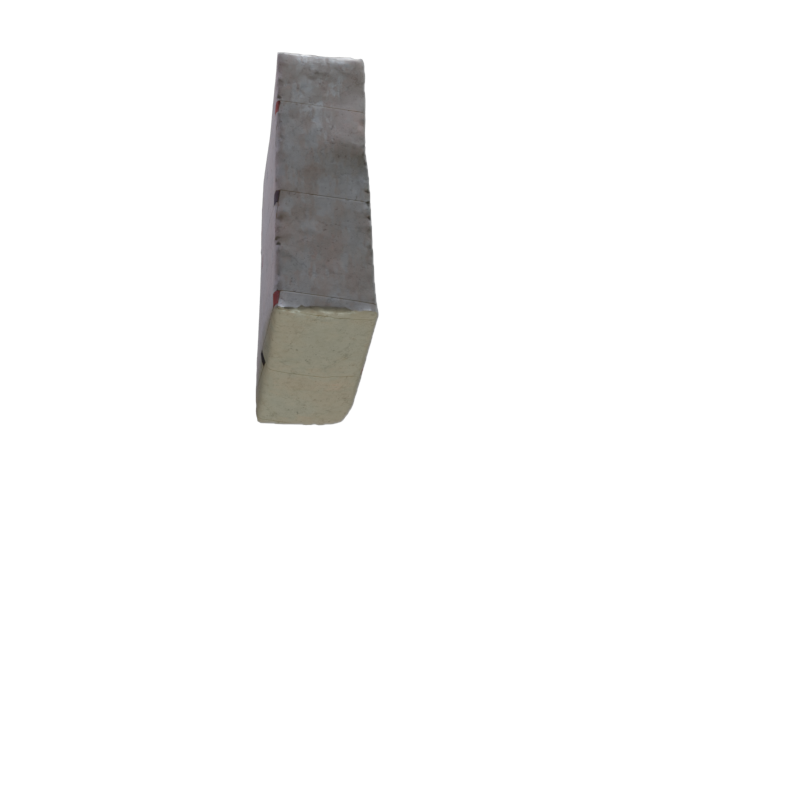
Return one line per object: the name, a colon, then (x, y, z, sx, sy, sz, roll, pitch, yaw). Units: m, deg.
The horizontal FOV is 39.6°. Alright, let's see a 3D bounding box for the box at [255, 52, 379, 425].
box: (-0.062, -0.112, 0.788, 0.071, 0.228, 0.155, 3, -31, -9)
